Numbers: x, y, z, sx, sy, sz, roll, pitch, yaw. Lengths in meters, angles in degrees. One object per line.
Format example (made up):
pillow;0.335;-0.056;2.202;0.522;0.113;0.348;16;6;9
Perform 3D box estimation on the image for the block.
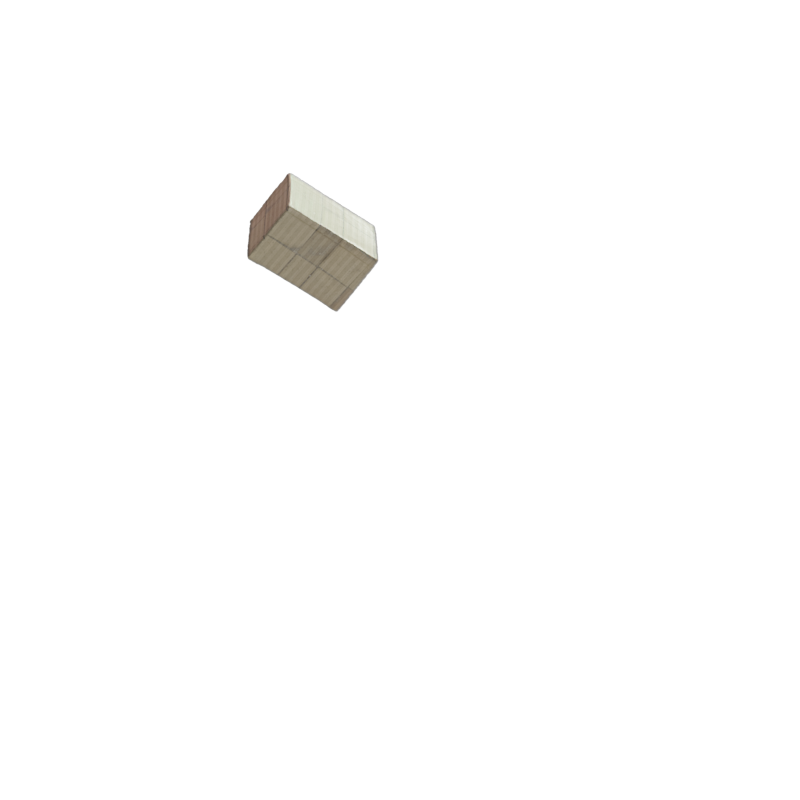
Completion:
block;-0.061;-0.111;0.779;0.075;0.052;0.055;32;27;-20
